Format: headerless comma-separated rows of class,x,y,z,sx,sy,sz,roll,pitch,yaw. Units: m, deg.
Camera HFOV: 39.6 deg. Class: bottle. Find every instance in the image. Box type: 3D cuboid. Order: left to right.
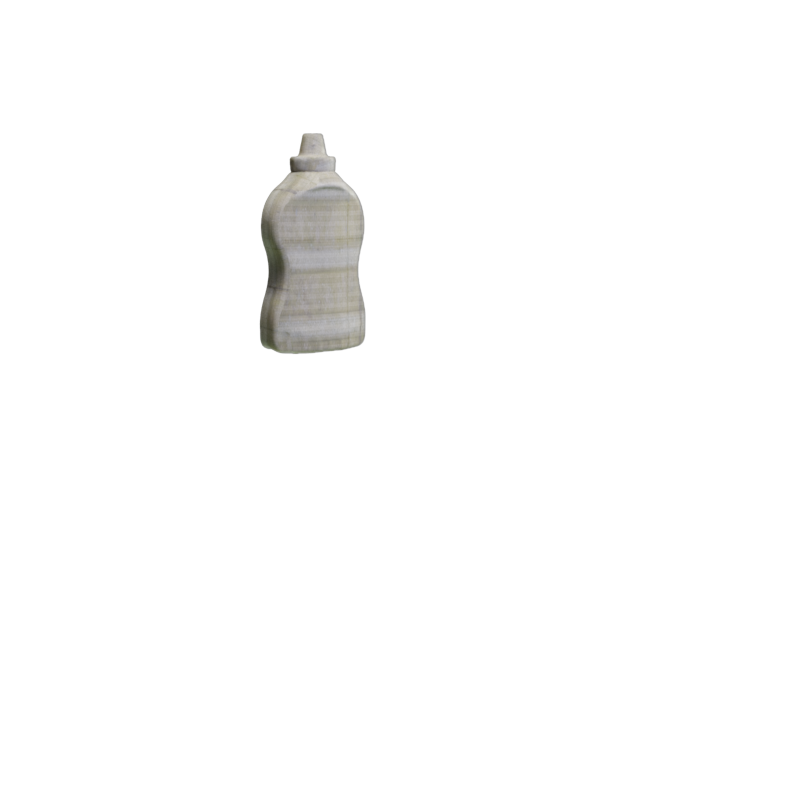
bottle,-0.077,-0.141,0.986,0.093,0.189,0.061,-3,6,-30
